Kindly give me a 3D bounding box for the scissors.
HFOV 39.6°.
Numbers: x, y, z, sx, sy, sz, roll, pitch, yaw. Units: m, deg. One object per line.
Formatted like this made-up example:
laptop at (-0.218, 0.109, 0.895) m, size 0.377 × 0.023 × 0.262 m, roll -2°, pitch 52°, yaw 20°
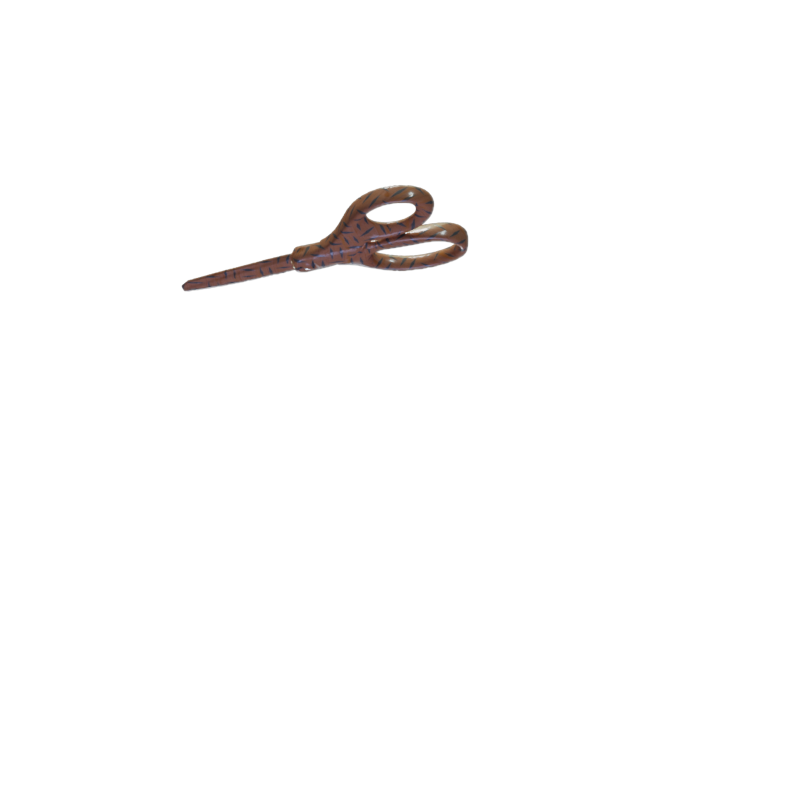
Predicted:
scissors at (-0.057, -0.104, 0.730) m, size 0.203 × 0.017 × 0.090 m, roll -4°, pitch -27°, yaw 7°
